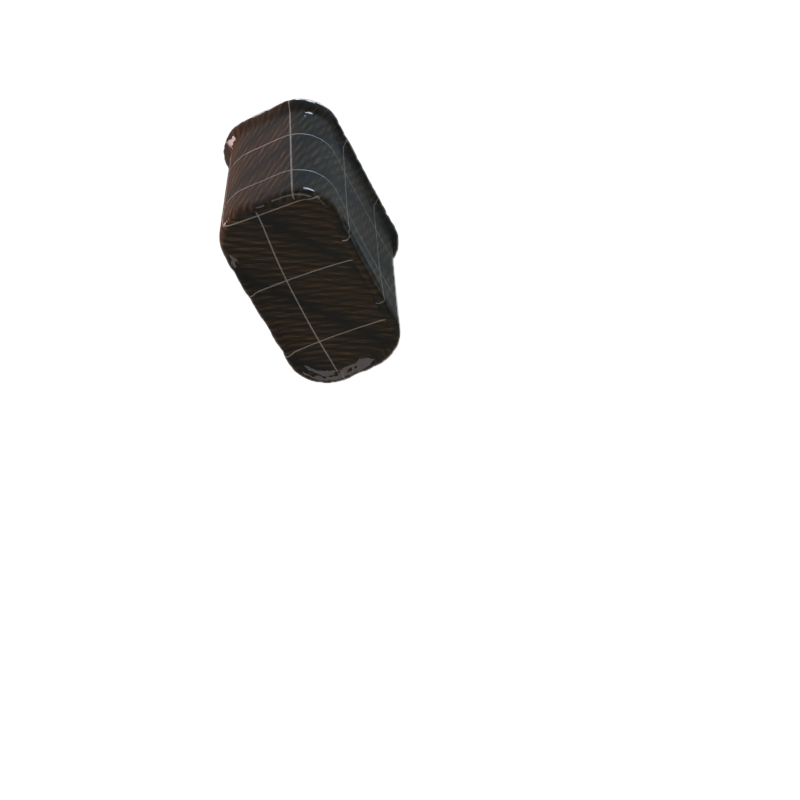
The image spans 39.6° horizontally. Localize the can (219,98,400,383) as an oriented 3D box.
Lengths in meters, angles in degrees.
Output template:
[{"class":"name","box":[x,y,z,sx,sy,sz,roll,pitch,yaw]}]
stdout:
[{"class":"can","box":[-0.039,-0.071,0.497,0.058,0.095,0.089,-23,32,13]}]
